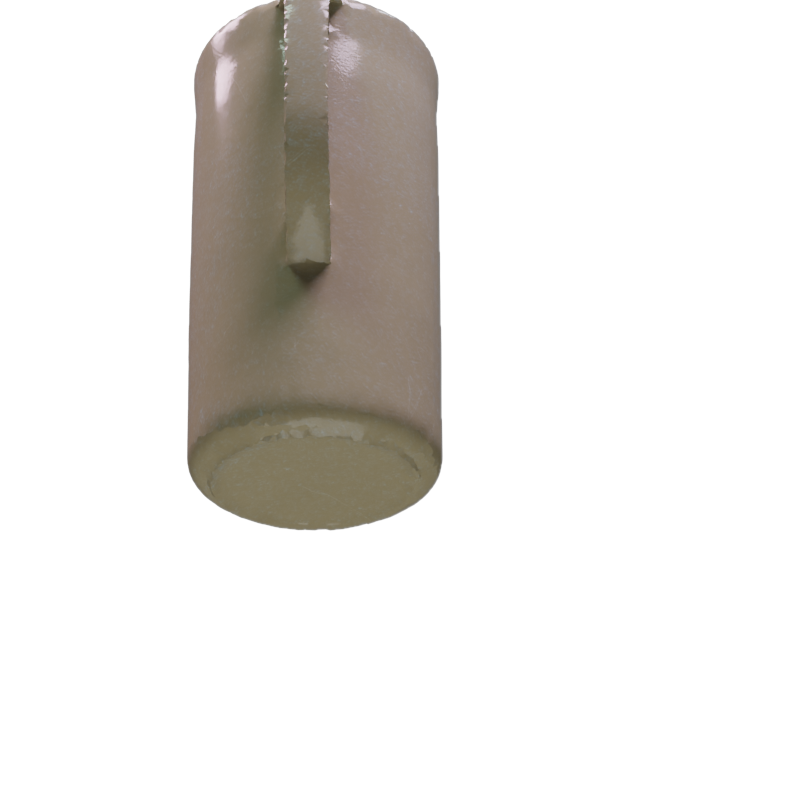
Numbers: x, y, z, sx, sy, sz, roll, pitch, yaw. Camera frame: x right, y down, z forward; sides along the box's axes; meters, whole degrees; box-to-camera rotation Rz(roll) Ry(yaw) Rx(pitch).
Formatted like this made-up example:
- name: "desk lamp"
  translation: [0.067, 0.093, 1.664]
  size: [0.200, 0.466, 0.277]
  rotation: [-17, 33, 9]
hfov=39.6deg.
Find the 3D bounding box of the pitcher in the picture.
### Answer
- name: "pitcher"
  translation: [-0.041, -0.075, 0.528]
  size: [0.144, 0.260, 0.140]
  rotation: [-30, -44, 34]
